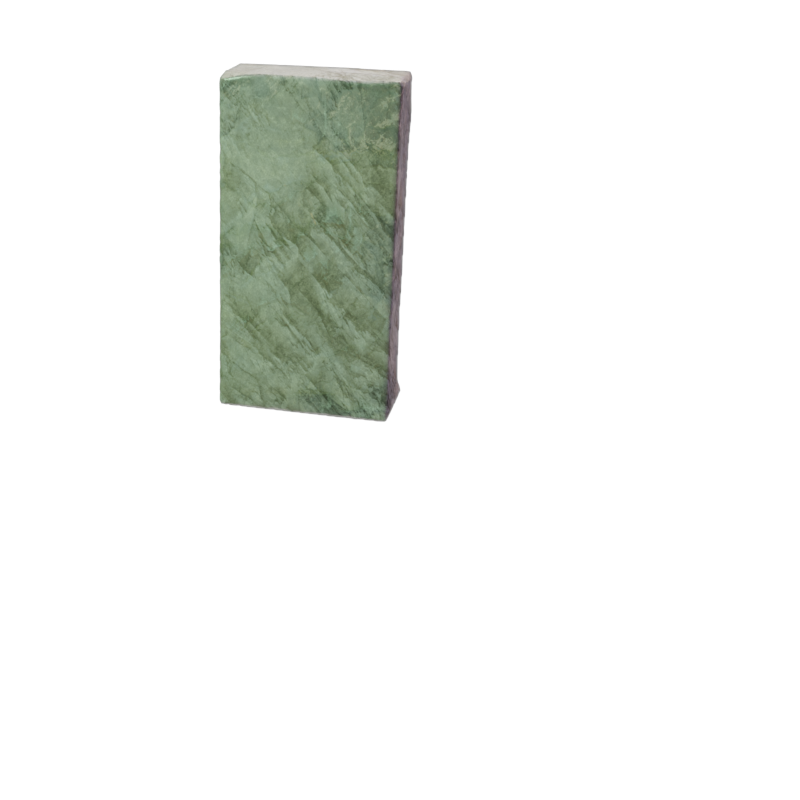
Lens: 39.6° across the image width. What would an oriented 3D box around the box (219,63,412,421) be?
[{"bbox_3d":[-0.045,-0.081,0.570,0.095,0.169,0.049,5,20,10],"label":"box"}]
